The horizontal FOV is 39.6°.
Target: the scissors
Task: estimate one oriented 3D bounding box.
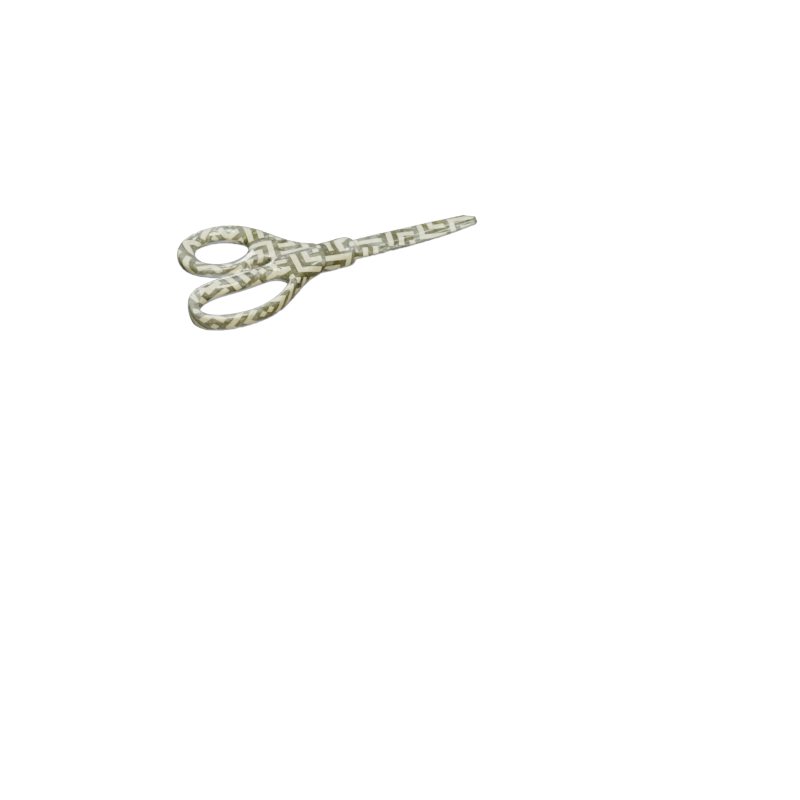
[{"bbox_3d":[-0.056,-0.103,0.719,0.201,0.015,0.103,-29,51,-27],"label":"scissors"}]
